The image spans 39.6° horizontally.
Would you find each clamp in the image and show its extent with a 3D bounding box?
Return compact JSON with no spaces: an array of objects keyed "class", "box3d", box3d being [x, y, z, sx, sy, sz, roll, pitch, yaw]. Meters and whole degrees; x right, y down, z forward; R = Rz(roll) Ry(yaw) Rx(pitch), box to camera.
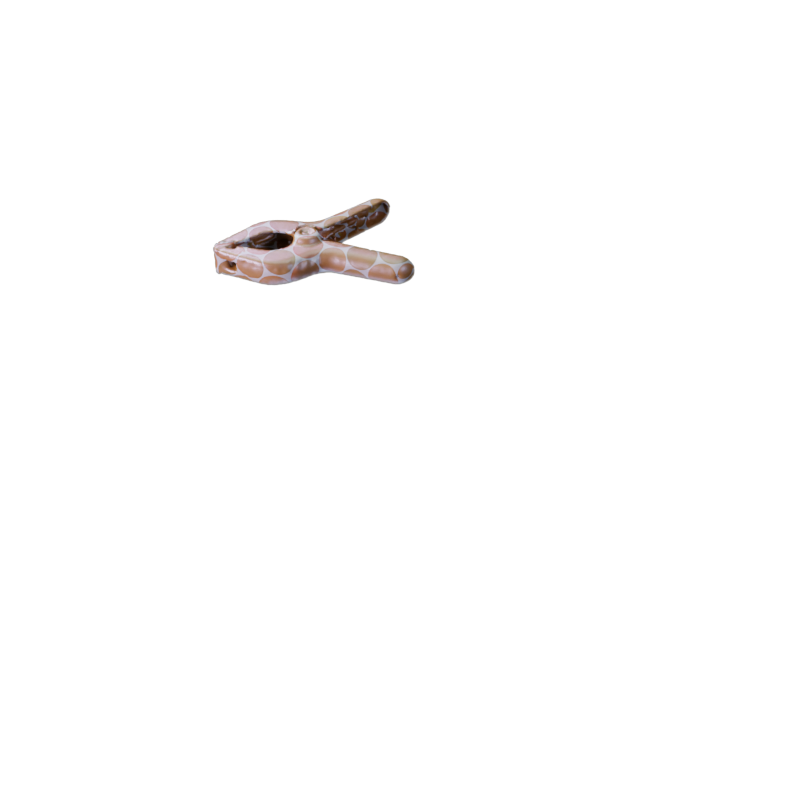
[{"class":"clamp","box3d":[-0.076,-0.139,0.976,0.171,0.037,0.127,0,32,0]}]
